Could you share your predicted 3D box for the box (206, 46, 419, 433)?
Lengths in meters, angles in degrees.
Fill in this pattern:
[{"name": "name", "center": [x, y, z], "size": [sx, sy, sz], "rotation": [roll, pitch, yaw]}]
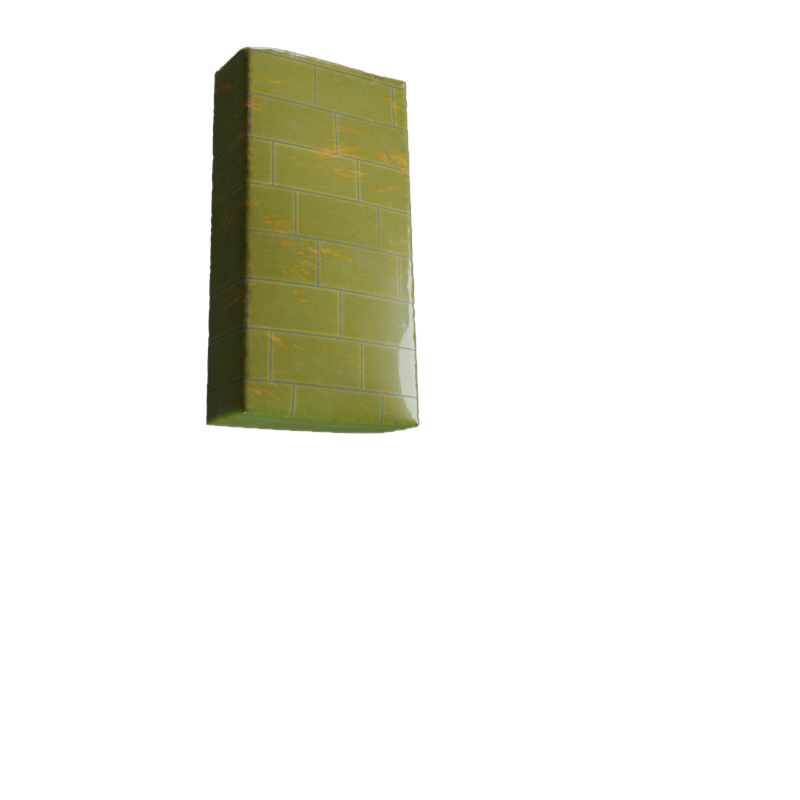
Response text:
[{"name": "box", "center": [-0.041, -0.075, 0.526], "size": [0.090, 0.183, 0.048], "rotation": [7, -17, -29]}]
